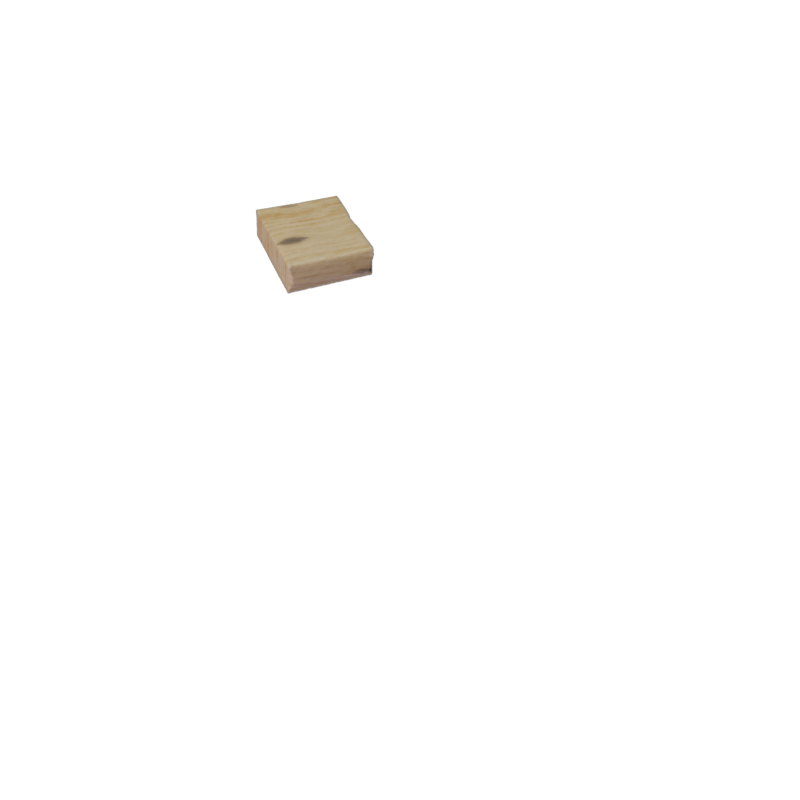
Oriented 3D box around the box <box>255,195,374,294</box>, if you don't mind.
[{"bbox_3d":[-0.071,-0.129,0.905,0.072,0.028,0.097,-13,41,-16],"label":"box"}]
